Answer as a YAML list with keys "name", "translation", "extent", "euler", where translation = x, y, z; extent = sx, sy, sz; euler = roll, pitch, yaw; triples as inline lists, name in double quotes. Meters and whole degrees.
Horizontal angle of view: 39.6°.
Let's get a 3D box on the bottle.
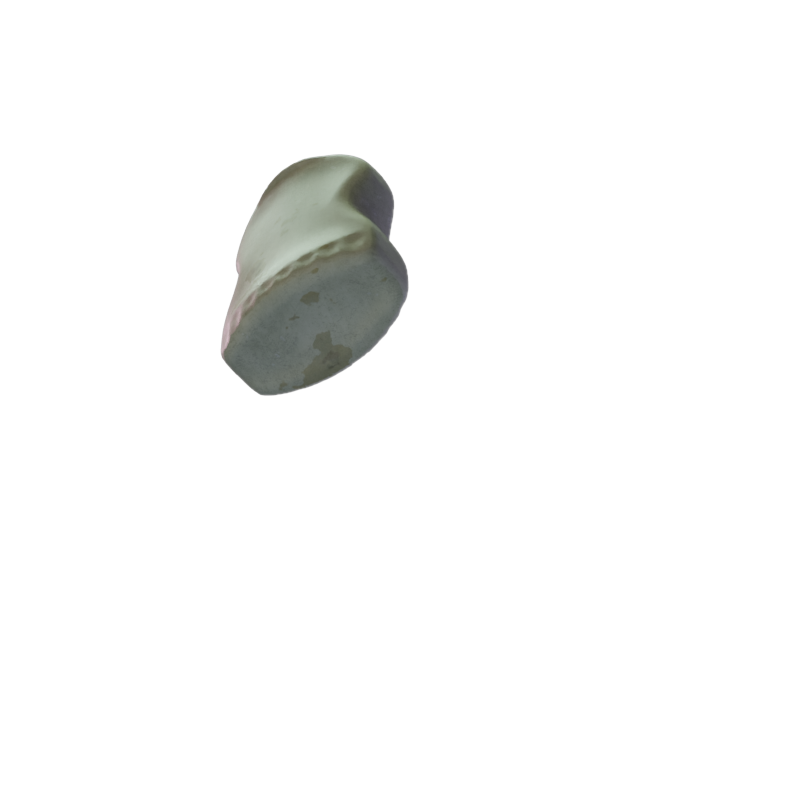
- name: "bottle"
  translation: [-0.047, -0.086, 0.606]
  extent: [0.095, 0.055, 0.204]
  euler: [-36, 27, 17]
